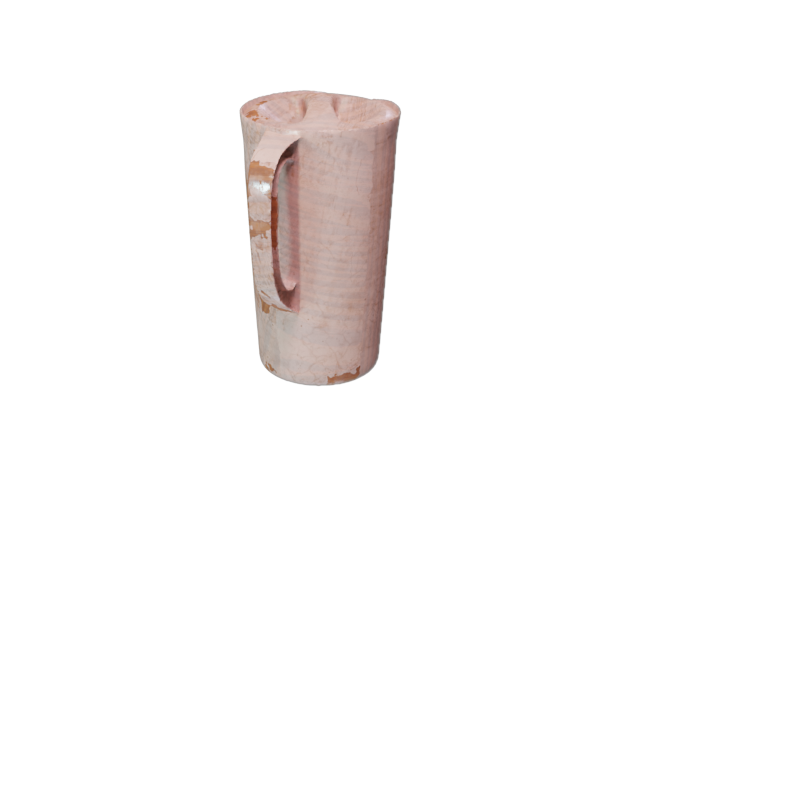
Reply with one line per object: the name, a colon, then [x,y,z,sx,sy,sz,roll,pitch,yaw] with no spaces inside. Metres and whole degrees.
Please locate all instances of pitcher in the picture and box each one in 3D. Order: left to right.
pitcher: [-0.074,-0.135,0.949,0.146,0.231,0.155,-8,25,-20]
